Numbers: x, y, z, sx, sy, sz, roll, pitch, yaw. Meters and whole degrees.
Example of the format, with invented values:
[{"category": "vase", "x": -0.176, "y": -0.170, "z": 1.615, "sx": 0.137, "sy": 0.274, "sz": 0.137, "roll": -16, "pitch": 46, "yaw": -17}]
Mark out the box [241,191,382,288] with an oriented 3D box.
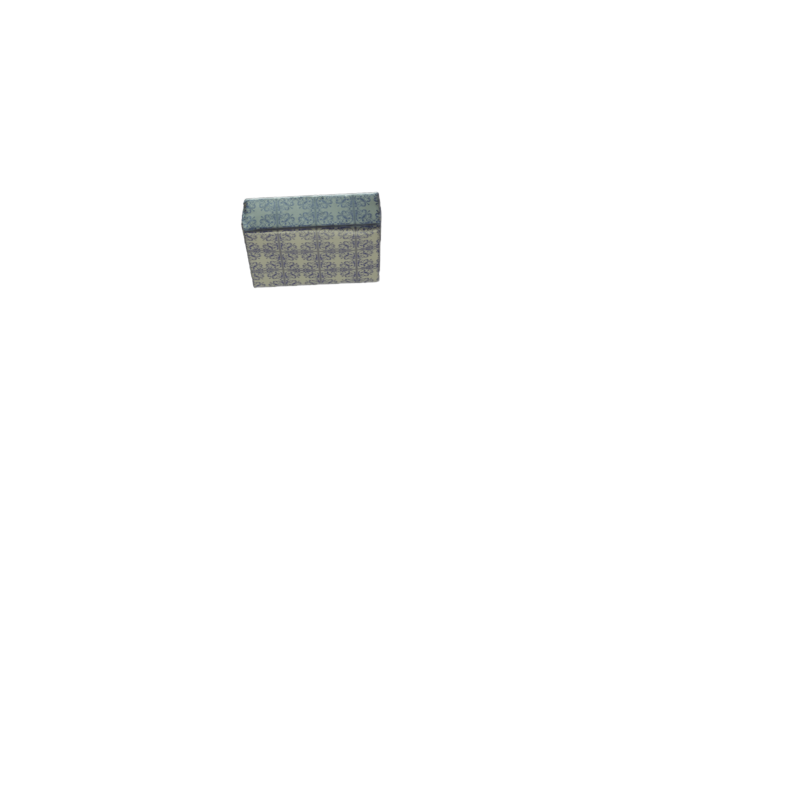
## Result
[{"category": "box", "x": -0.072, "y": -0.132, "z": 0.926, "sx": 0.114, "sy": 0.041, "sz": 0.084, "roll": 0, "pitch": -26, "yaw": 0}]
